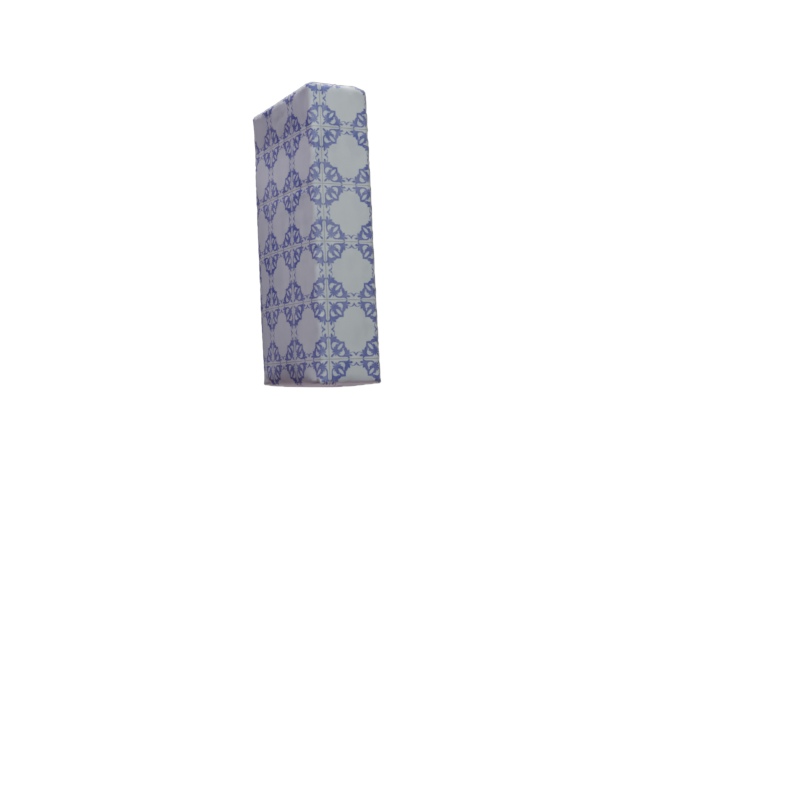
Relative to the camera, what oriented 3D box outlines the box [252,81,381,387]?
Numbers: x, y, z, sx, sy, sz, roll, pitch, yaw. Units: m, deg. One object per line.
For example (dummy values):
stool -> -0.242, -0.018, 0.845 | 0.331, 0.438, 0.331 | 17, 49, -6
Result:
box -> -0.053, -0.097, 0.678 | 0.046, 0.180, 0.095 | 3, -7, -28
